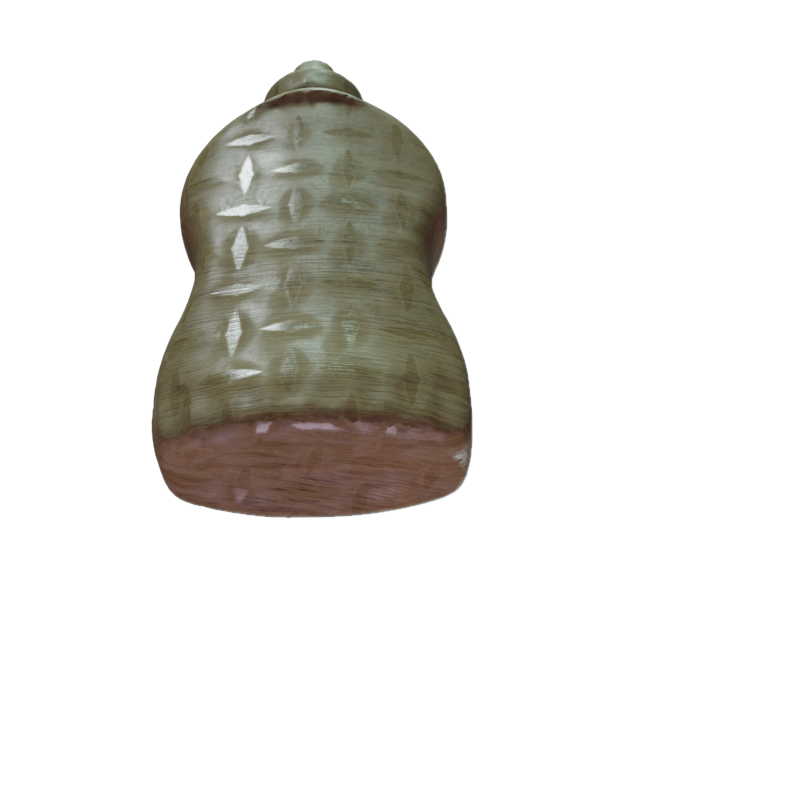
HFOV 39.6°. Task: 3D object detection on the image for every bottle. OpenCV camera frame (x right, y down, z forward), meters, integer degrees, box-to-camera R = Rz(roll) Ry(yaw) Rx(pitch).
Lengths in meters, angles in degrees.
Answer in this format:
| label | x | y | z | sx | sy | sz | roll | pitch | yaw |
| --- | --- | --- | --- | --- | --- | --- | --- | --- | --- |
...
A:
| label | x | y | z | sx | sy | sz | roll | pitch | yaw |
| --- | --- | --- | --- | --- | --- | --- | --- | --- | --- |
| bottle | -0.031 | -0.056 | 0.393 | 0.096 | 0.206 | 0.054 | -4 | -40 | 1 |
